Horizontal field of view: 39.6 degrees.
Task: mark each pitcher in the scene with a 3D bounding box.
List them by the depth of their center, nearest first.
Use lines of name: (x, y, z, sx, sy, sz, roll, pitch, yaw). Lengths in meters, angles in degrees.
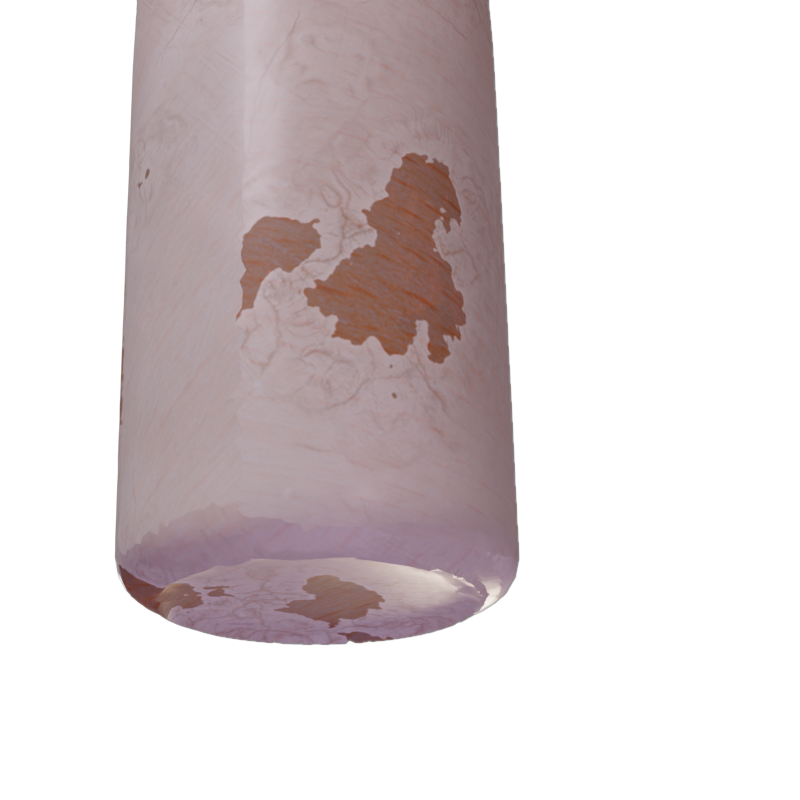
pitcher: (-0.029, -0.052, 0.366, 0.146, 0.259, 0.139, -21, -35, 30)
